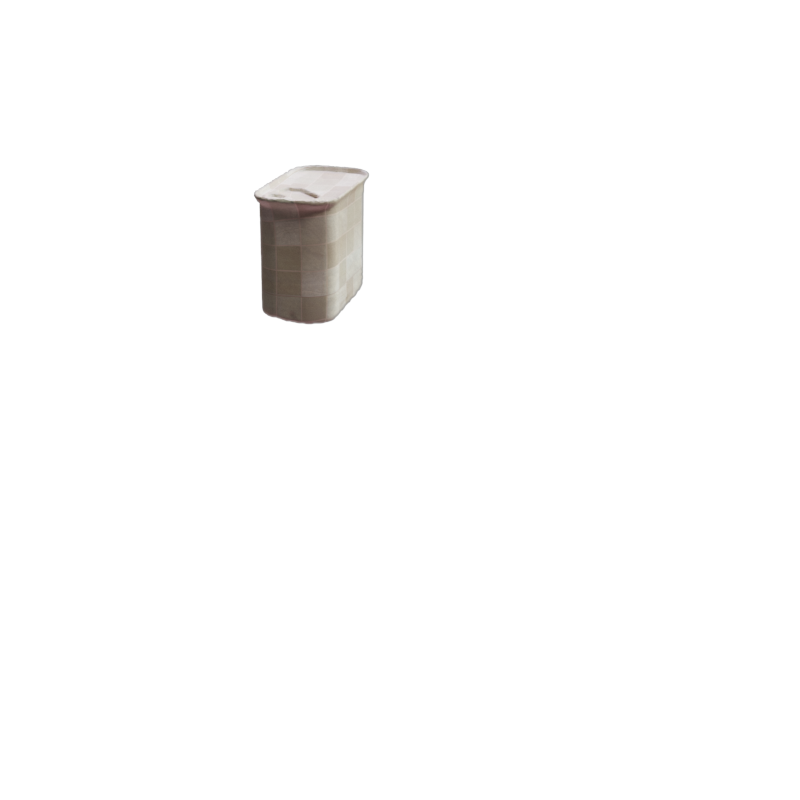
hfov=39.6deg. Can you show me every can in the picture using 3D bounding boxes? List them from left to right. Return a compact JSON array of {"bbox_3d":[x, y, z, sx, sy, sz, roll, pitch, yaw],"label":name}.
[{"bbox_3d":[-0.059,-0.107,0.751,0.059,0.080,0.104,6,22,14],"label":"can"}]
